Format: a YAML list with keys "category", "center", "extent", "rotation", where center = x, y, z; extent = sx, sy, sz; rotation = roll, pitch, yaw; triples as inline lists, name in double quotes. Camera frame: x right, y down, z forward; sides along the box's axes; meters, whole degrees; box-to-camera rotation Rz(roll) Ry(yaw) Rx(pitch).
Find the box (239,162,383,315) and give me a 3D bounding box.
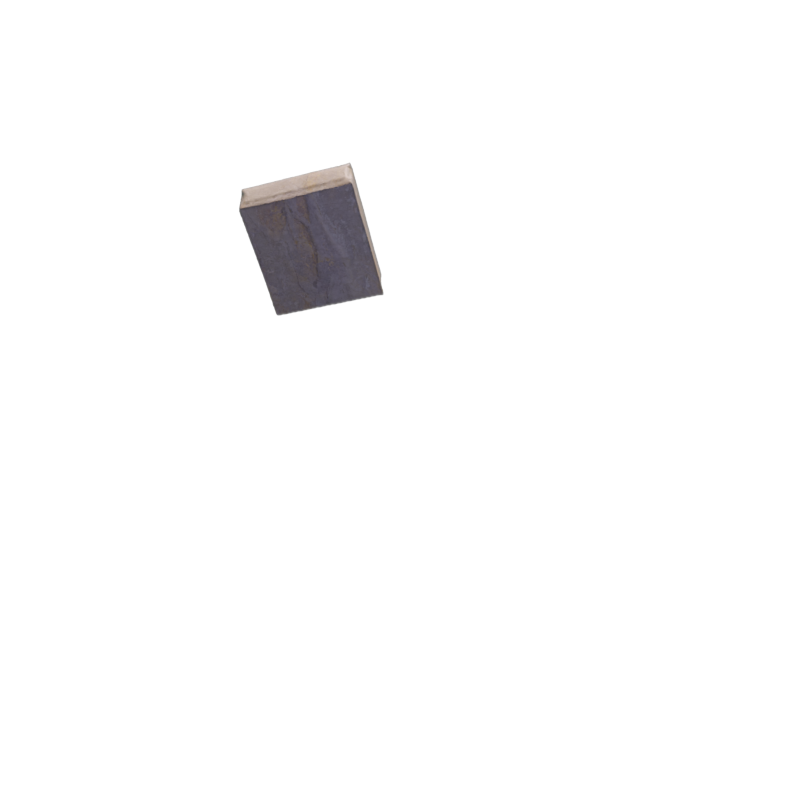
- category: "box"
  center: [-0.056, -0.102, 0.714]
  extent: [0.073, 0.083, 0.032]
  rotation: [-12, 34, 8]
